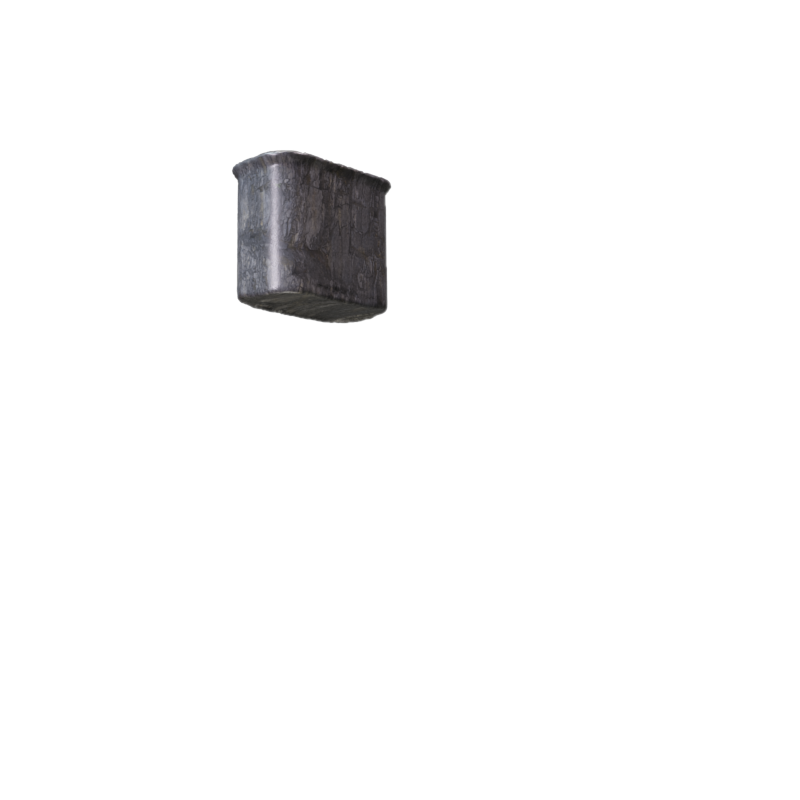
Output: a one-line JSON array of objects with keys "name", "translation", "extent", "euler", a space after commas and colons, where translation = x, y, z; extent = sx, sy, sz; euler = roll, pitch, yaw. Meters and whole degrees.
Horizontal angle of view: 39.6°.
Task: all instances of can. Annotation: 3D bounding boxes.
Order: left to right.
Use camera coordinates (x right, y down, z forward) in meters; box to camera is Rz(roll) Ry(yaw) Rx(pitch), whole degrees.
[{"name": "can", "translation": [-0.053, -0.096, 0.670], "extent": [0.059, 0.087, 0.097], "euler": [-13, -16, 43]}]
